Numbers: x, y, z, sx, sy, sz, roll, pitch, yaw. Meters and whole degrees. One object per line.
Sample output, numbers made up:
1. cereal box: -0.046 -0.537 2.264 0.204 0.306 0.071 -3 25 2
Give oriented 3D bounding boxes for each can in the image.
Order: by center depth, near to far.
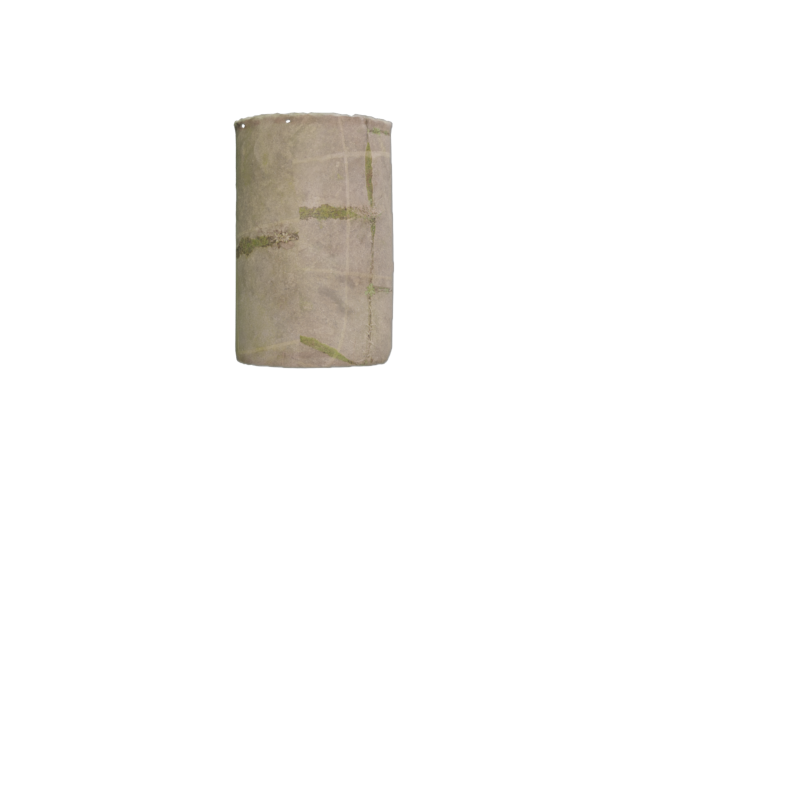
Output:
1. can: -0.037 -0.068 0.473 0.068 0.102 0.069 0 2 -2
